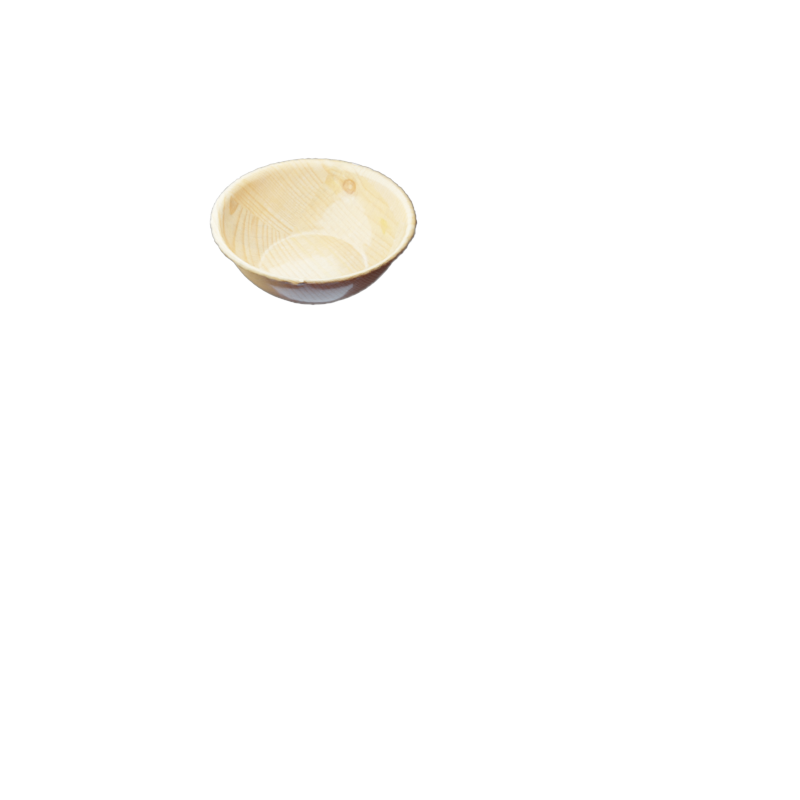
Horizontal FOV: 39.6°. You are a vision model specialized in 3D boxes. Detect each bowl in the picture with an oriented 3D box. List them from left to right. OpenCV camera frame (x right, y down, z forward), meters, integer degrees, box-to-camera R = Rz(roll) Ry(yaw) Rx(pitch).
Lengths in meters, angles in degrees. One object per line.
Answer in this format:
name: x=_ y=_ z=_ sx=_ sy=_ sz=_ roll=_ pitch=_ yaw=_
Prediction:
bowl: x=-0.069 y=-0.126 z=0.881 sx=0.162 sy=0.051 sz=0.174 roll=-1 pitch=43 yaw=-1
